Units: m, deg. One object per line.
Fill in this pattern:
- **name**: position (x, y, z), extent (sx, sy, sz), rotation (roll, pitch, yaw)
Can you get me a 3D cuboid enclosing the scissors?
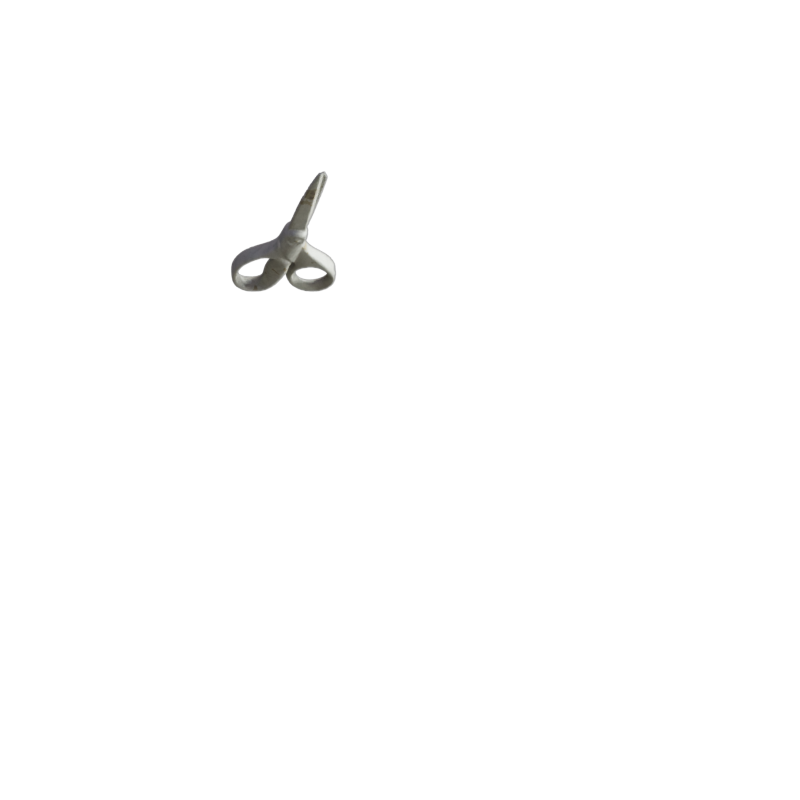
- **scissors**: position (-0.069, -0.125, 0.878), extent (0.092, 0.017, 0.200), rotation (11, -22, -29)
